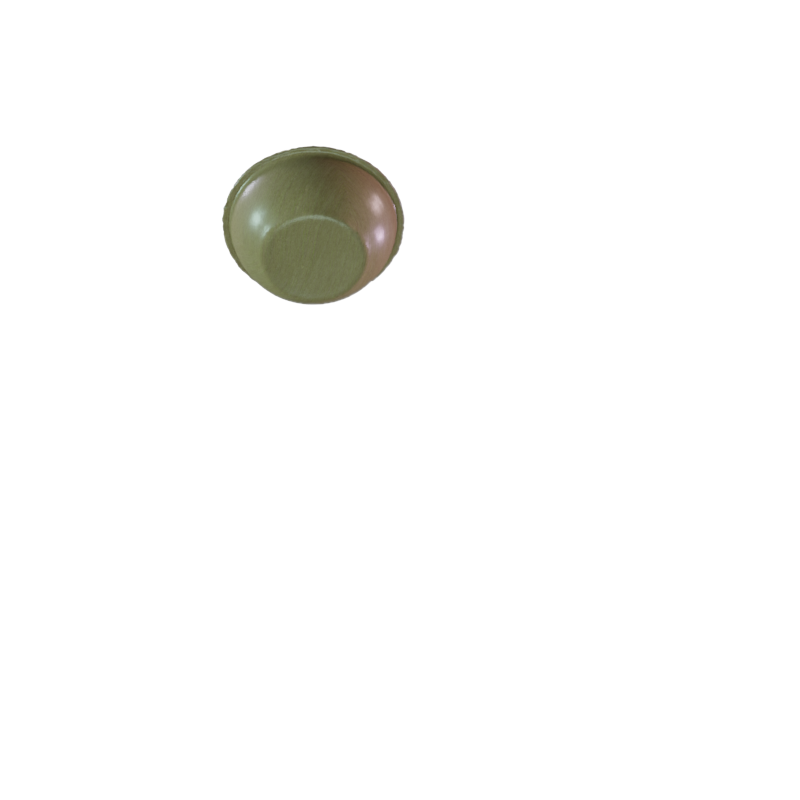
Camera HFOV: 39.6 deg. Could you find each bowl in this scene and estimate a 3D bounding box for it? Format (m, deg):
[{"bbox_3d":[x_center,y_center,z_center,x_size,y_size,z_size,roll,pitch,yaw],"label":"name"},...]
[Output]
[{"bbox_3d":[-0.076,-0.138,0.965,0.162,0.151,0.059,1,37,-1],"label":"bowl"}]
